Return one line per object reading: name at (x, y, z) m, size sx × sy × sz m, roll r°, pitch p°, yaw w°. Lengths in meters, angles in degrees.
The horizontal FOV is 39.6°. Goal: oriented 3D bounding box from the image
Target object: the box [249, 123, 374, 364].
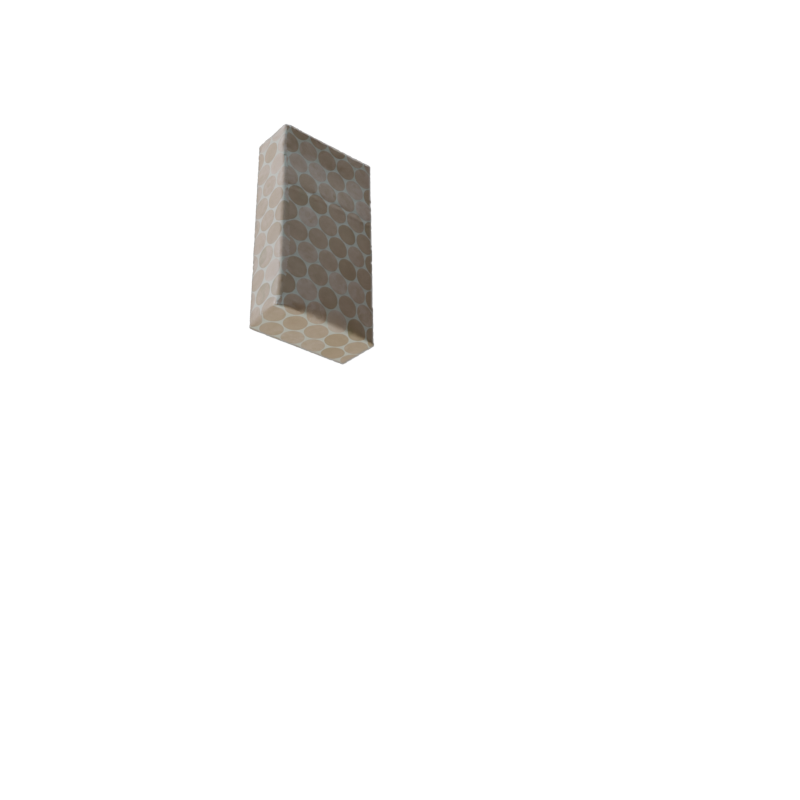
box at (-0.069, -0.125, 0.880) m, size 0.088 × 0.189 × 0.047 m, roll 22°, pitch -42°, yaw -32°
